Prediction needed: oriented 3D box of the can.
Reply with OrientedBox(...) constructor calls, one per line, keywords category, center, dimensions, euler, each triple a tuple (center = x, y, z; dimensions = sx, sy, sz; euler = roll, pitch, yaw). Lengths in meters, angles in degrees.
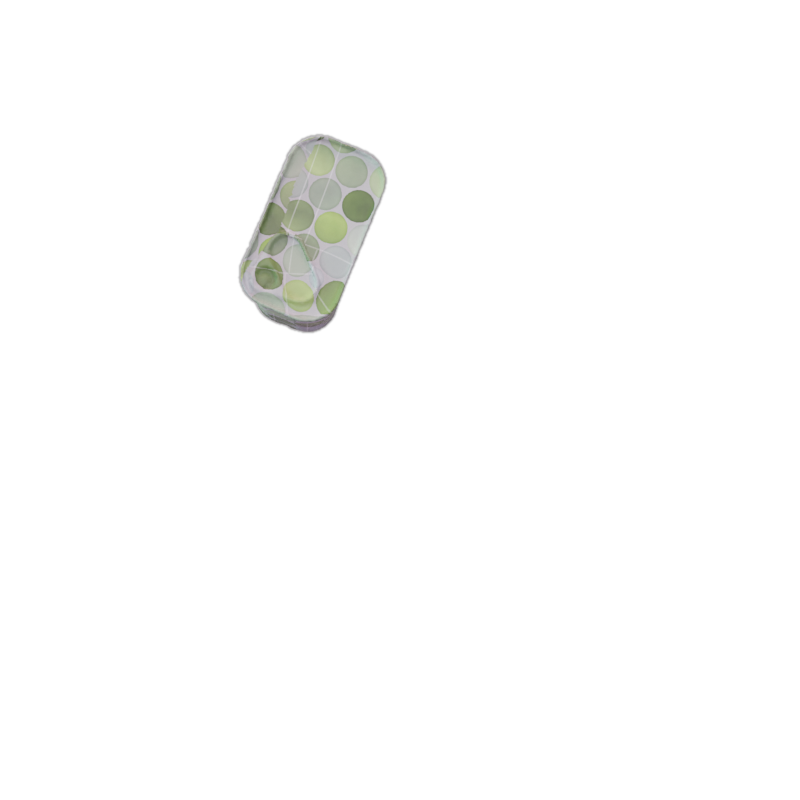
OrientedBox(category="can", center=(-0.051, -0.092, 0.647), dimensions=(0.058, 0.104, 0.082), euler=(22, -8, -1))
